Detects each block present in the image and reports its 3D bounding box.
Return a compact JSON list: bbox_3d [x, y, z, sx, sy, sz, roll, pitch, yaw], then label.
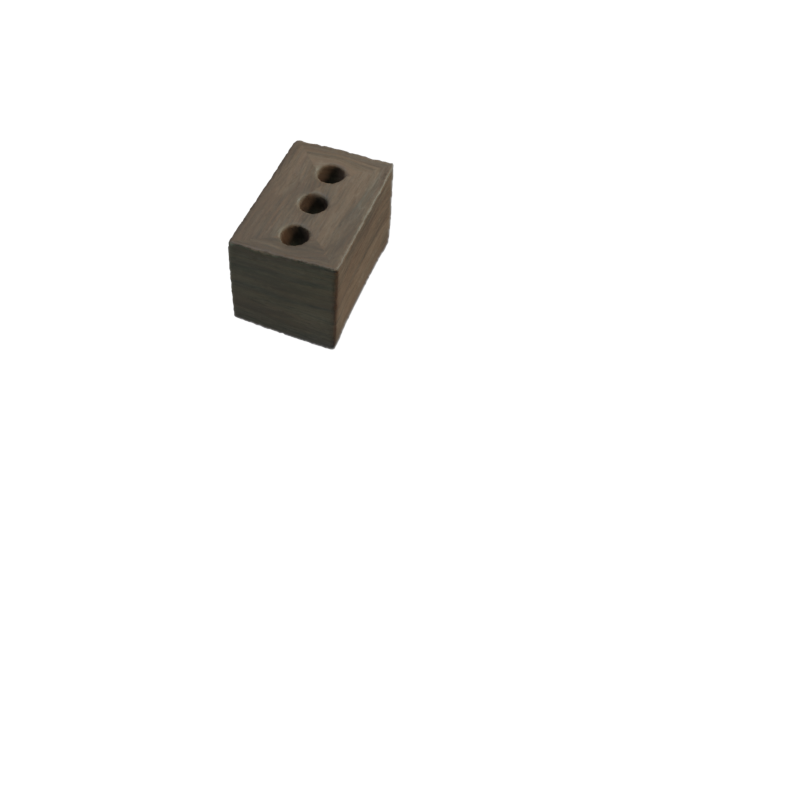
[{"bbox_3d":[-0.041,-0.074,0.518,0.054,0.082,0.048,15,-40,11],"label":"block"}]
